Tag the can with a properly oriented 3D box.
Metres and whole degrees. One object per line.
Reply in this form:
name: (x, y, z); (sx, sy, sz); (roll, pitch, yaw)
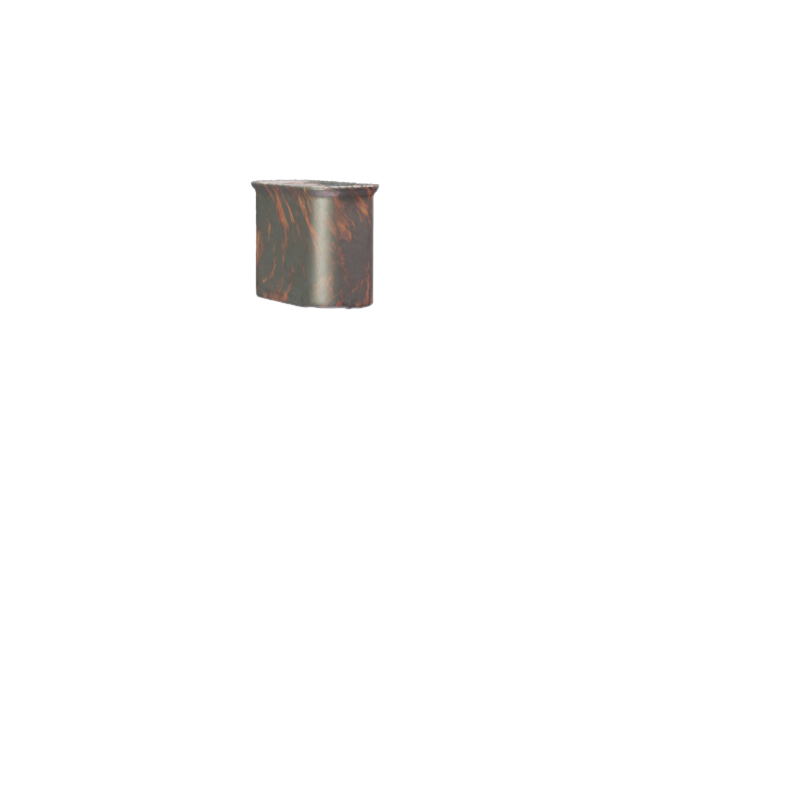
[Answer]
can: (-0.061, -0.111, 0.780); (0.056, 0.082, 0.107); (-6, 13, -36)
